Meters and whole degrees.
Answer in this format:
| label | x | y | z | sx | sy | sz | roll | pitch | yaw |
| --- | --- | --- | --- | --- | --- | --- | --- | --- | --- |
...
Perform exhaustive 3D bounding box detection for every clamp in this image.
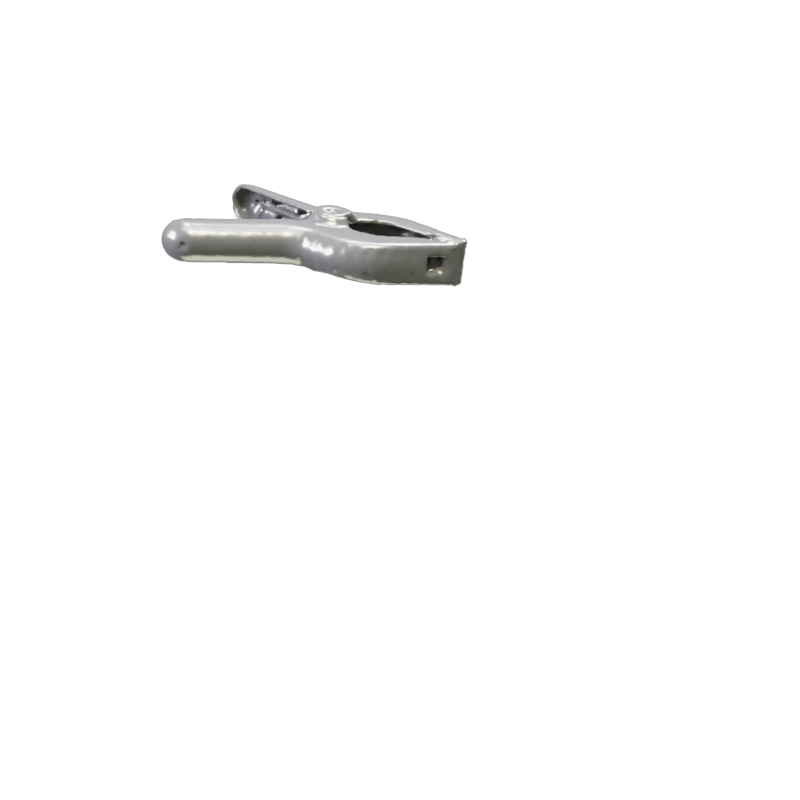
| label | x | y | z | sx | sy | sz | roll | pitch | yaw |
| --- | --- | --- | --- | --- | --- | --- | --- | --- | --- |
| clamp | -0.051 | -0.093 | 0.652 | 0.178 | 0.037 | 0.122 | 13 | 30 | 23 |
